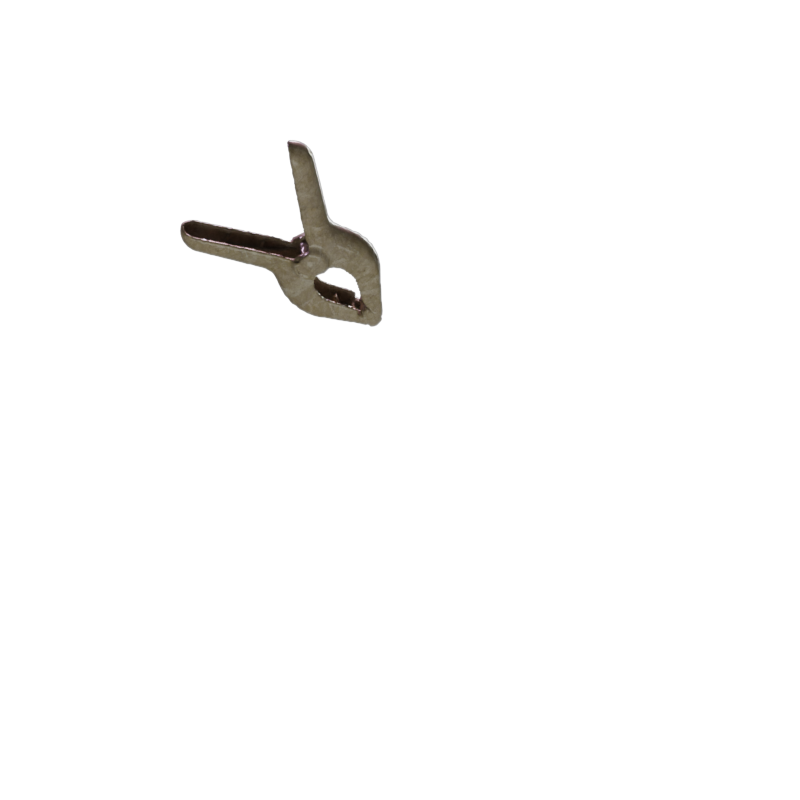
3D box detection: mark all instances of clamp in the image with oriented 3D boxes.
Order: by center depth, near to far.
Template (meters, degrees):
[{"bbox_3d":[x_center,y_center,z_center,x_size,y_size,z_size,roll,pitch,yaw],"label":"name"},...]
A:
[{"bbox_3d":[-0.065,-0.119,0.835,0.162,0.042,0.118,31,-52,-29],"label":"clamp"}]
